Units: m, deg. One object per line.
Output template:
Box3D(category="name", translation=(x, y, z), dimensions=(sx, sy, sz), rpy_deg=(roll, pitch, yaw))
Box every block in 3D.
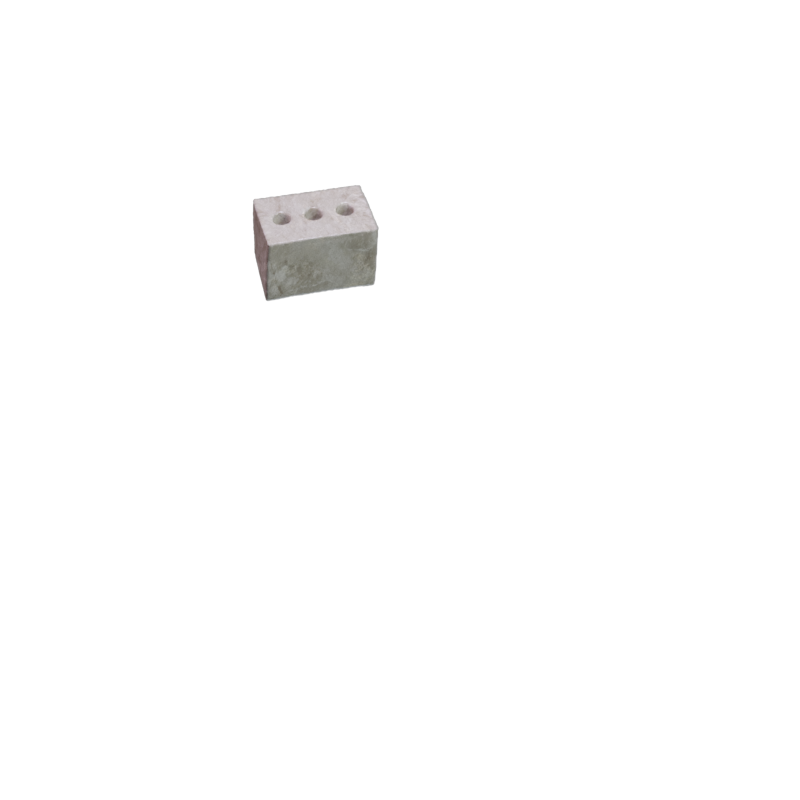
Box3D(category="block", translation=(-0.060, -0.109, 0.761), dimensions=(0.077, 0.048, 0.057), rpy_deg=(-10, 46, -11))
